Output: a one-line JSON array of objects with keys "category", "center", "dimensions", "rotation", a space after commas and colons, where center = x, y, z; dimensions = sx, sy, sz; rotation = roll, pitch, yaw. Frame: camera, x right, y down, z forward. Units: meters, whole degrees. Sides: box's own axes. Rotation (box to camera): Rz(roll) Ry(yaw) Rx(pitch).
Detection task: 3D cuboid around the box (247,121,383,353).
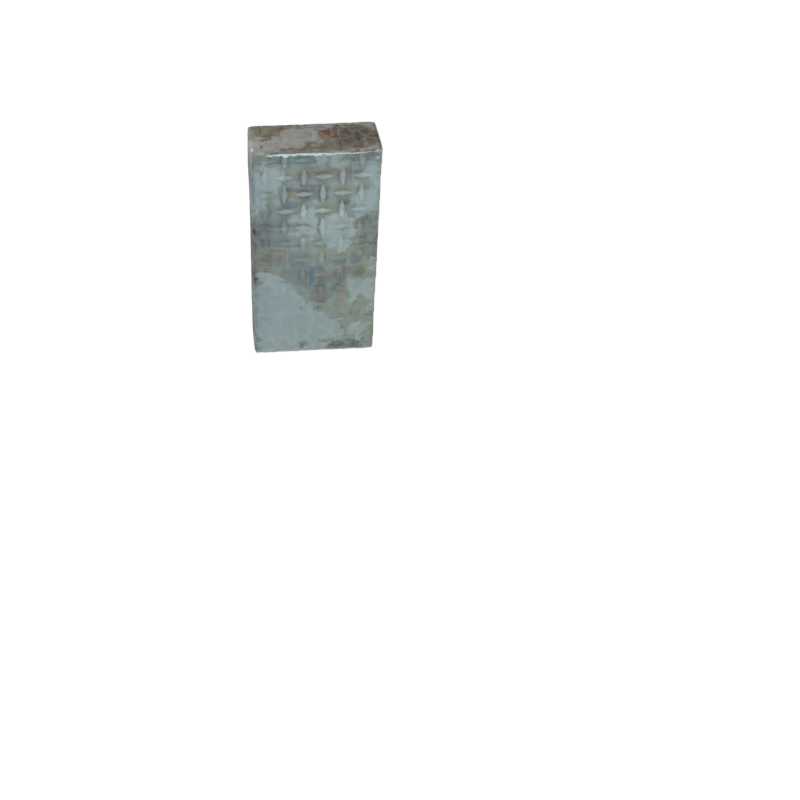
[{"category": "box", "center": [-0.063, -0.115, 0.808], "dimensions": [0.093, 0.164, 0.052], "rotation": [-3, 41, -6]}]
